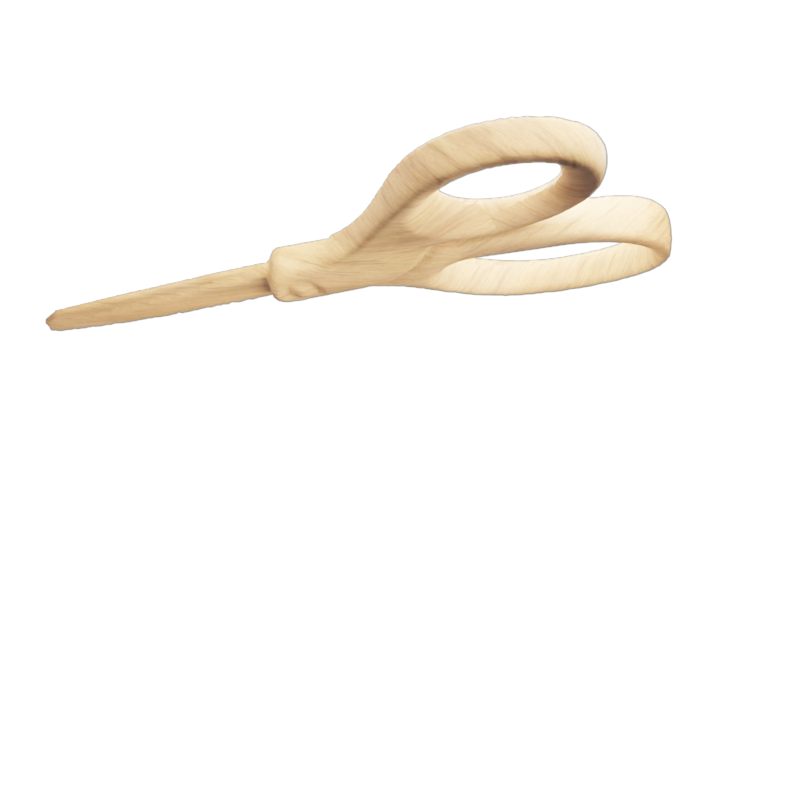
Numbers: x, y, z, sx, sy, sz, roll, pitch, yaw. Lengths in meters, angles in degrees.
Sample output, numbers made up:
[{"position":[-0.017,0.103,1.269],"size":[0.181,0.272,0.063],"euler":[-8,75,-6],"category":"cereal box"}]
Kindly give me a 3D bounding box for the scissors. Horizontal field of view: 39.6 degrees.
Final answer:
[{"position":[-0.025,-0.046,0.320],"size":[0.204,0.017,0.090],"euler":[-3,-20,9],"category":"scissors"}]
